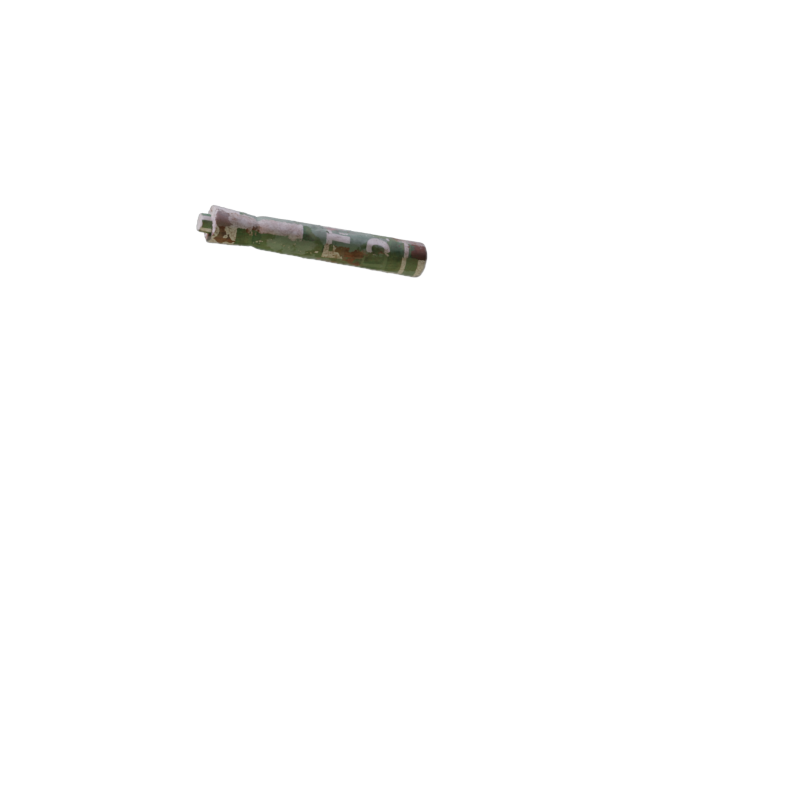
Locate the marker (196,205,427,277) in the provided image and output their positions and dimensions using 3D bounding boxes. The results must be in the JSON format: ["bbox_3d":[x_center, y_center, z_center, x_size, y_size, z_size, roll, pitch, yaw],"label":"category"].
[{"bbox_3d":[-0.044,-0.080,0.559,0.117,0.020,0.020,7,1,-22],"label":"marker"}]
